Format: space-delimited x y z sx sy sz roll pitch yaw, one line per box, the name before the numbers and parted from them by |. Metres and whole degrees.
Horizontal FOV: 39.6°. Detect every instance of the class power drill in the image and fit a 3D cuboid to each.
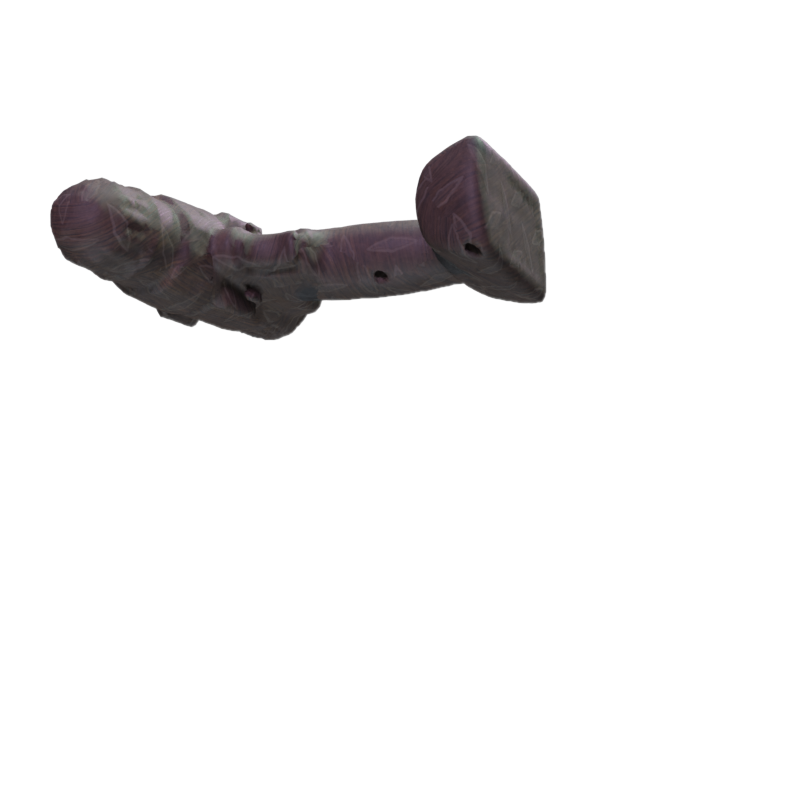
power drill | -0.040 -0.073 0.508 0.192 0.059 0.175 -4 -9 25
